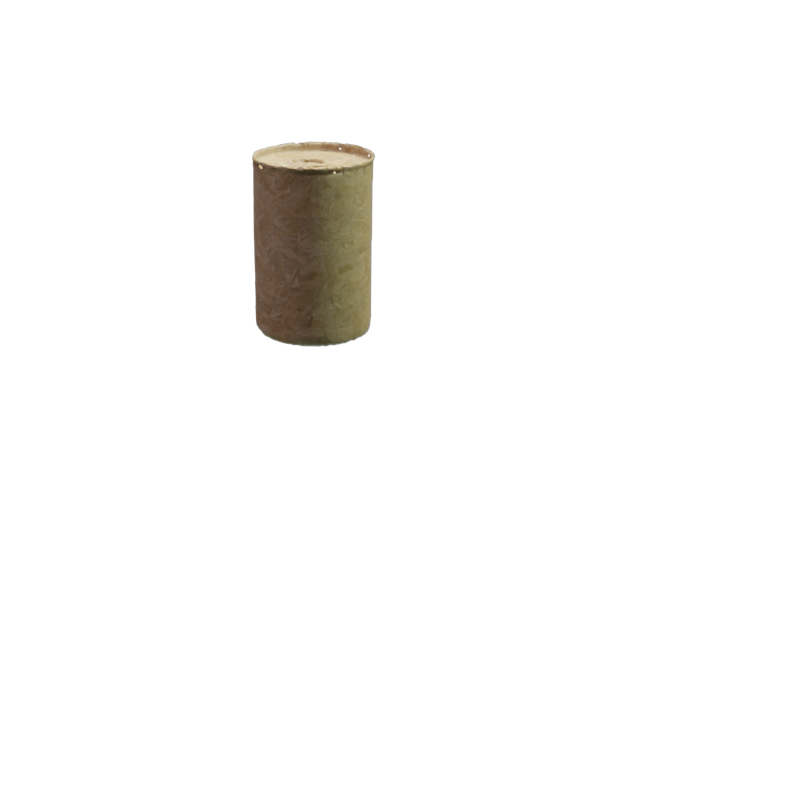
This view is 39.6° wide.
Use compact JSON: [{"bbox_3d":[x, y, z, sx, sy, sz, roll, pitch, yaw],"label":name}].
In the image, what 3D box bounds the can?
[{"bbox_3d":[-0.049,-0.090,0.627,0.068,0.098,0.072,0,20,-2],"label":"can"}]
